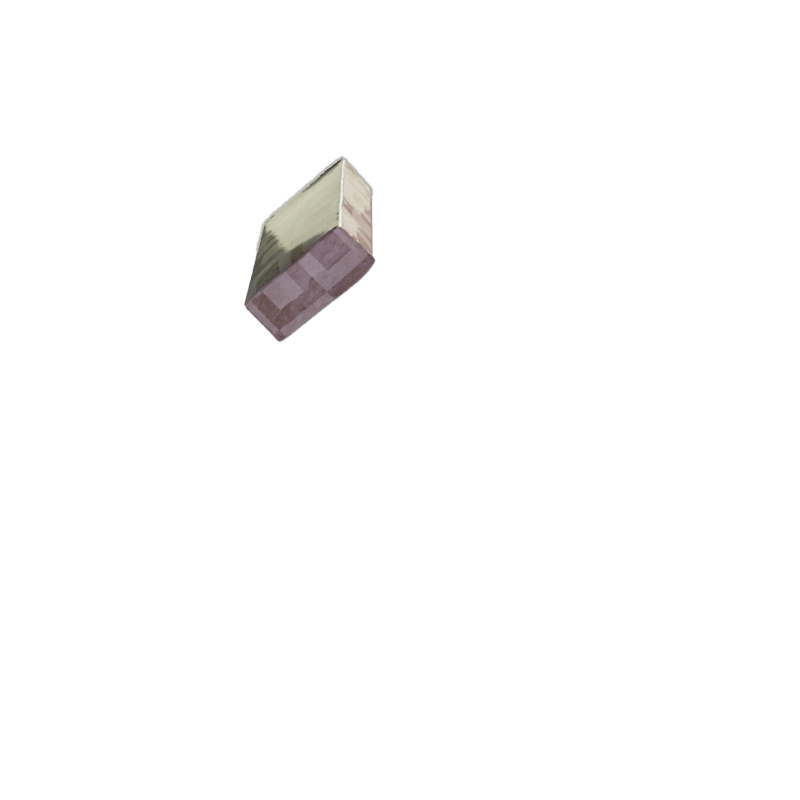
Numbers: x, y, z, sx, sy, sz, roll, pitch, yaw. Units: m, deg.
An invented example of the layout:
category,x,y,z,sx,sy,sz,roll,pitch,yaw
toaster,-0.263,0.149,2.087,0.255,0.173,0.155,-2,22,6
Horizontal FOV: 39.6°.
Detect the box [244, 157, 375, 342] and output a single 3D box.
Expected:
category,x,y,z,sx,sy,sz,roll,pitch,yaw
box,-0.067,-0.121,0.849,0.093,0.046,0.186,-37,24,15
